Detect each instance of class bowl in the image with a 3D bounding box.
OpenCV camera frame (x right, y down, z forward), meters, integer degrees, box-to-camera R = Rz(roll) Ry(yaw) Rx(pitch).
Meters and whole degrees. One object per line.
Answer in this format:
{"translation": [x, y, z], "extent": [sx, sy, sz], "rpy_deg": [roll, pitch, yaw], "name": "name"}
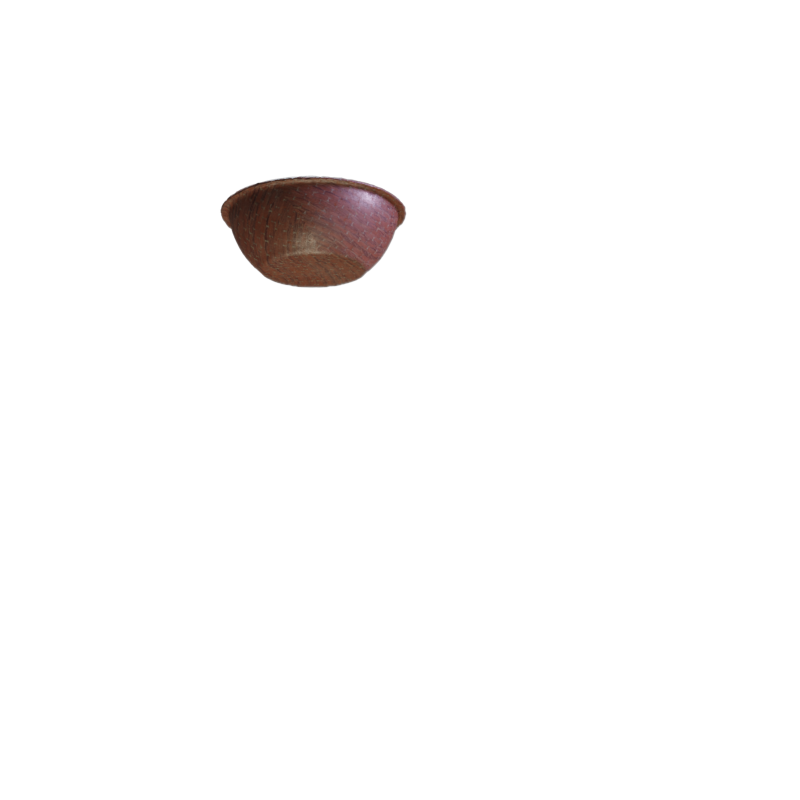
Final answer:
{"translation": [-0.075, -0.137, 0.959], "extent": [0.162, 0.057, 0.156], "rpy_deg": [0, -14, -2], "name": "bowl"}
